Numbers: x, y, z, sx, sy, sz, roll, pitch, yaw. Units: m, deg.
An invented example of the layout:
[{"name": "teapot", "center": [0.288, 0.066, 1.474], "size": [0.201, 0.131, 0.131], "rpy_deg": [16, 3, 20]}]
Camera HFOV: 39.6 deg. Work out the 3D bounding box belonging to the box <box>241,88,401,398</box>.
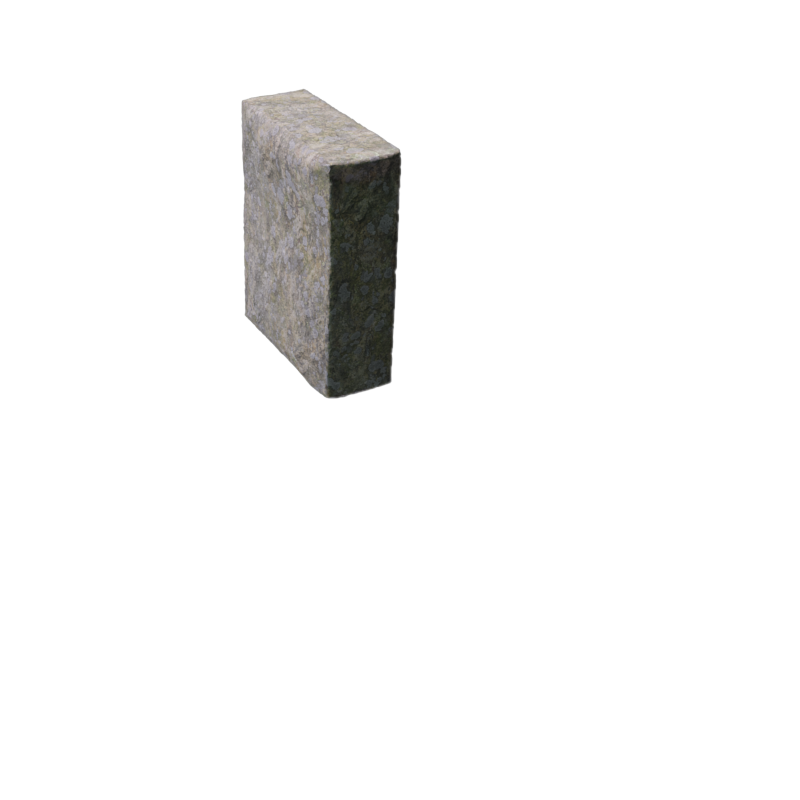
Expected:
[{"name": "box", "center": [-0.073, -0.133, 0.933], "size": [0.071, 0.202, 0.177], "rpy_deg": [-14, 34, -27]}]
